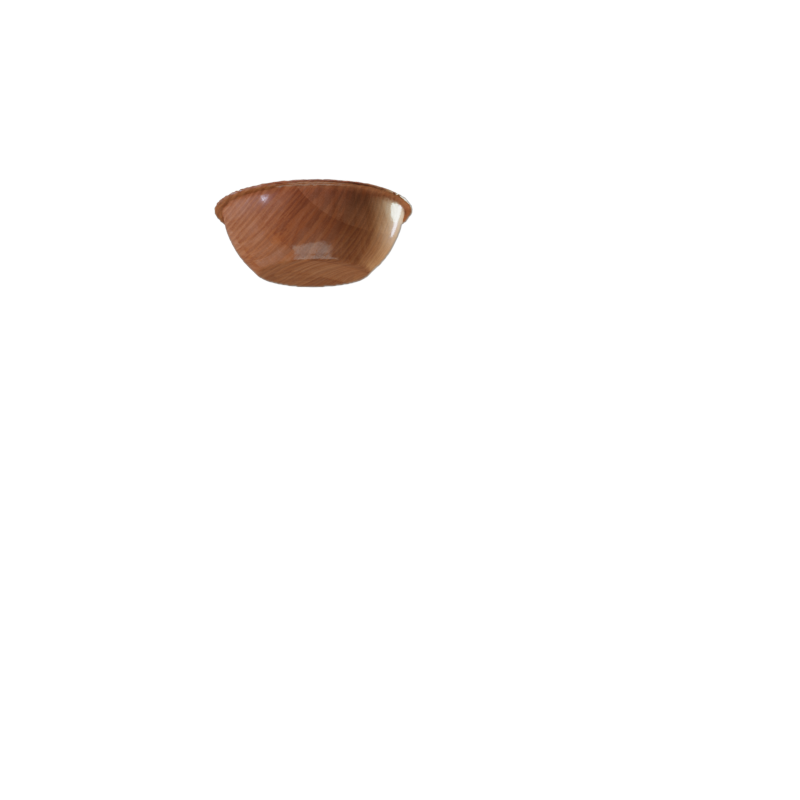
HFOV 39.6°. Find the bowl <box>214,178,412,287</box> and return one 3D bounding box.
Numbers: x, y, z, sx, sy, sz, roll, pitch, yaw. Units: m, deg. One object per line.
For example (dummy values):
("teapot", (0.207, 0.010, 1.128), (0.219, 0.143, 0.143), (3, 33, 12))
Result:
("bowl", (-0.070, -0.128, 0.899), (0.162, 0.057, 0.157), (0, -9, -2))
